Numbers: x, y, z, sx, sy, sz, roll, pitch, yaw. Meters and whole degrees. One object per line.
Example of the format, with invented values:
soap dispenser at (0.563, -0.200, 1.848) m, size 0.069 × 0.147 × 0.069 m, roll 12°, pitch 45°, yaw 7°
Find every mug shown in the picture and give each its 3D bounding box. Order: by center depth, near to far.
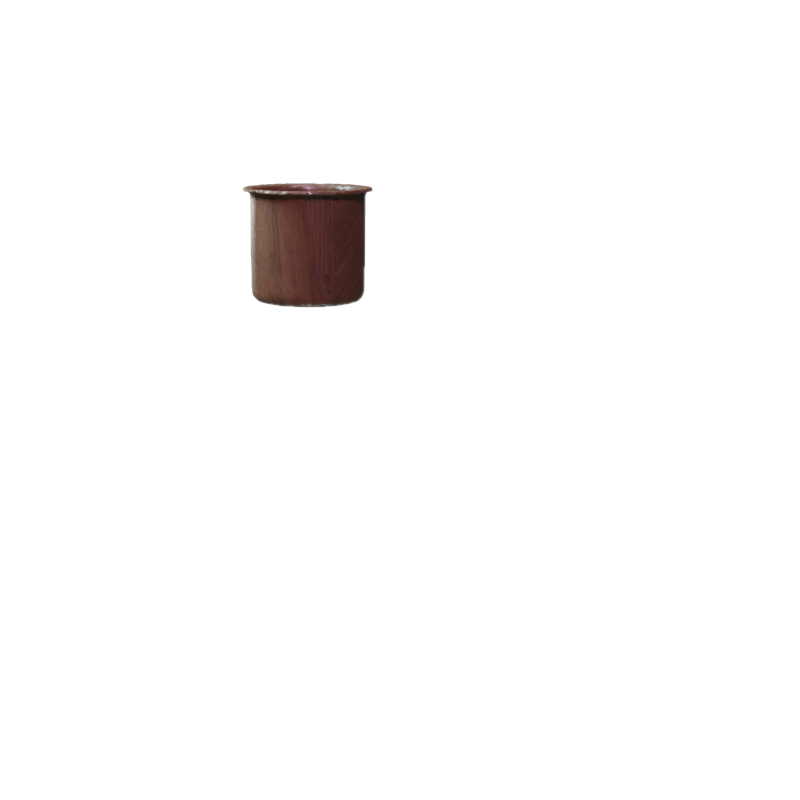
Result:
mug at (-0.063, -0.115, 0.807) m, size 0.095 × 0.080 × 0.117 m, roll 3°, pitch 12°, yaw 15°
